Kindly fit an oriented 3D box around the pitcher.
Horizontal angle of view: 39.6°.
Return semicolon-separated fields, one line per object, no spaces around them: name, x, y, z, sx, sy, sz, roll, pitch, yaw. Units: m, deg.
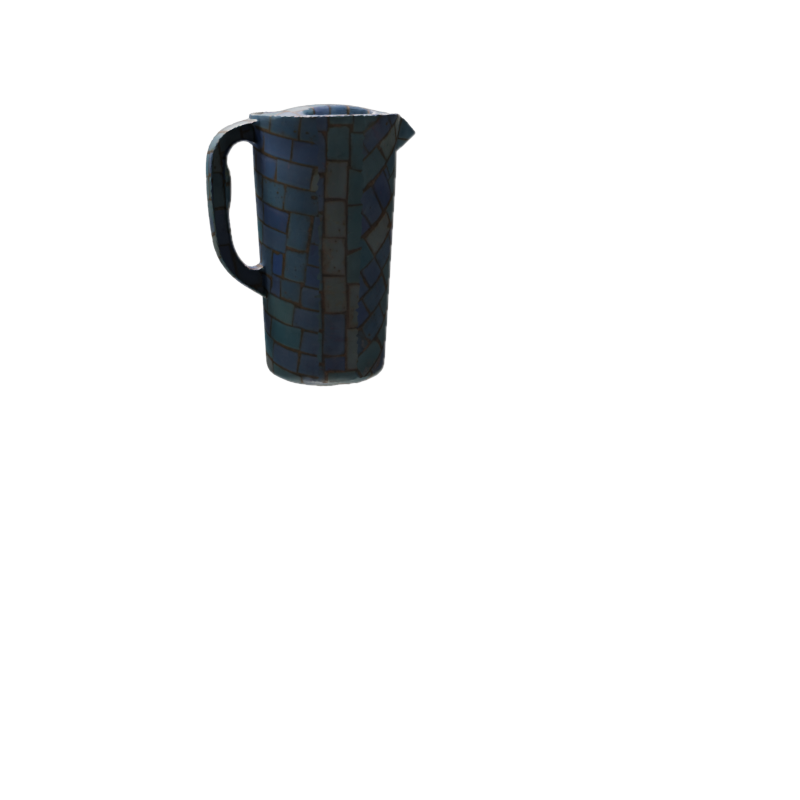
pitcher;-0.077;-0.141;0.988;0.154;0.238;0.143;5;12;24
